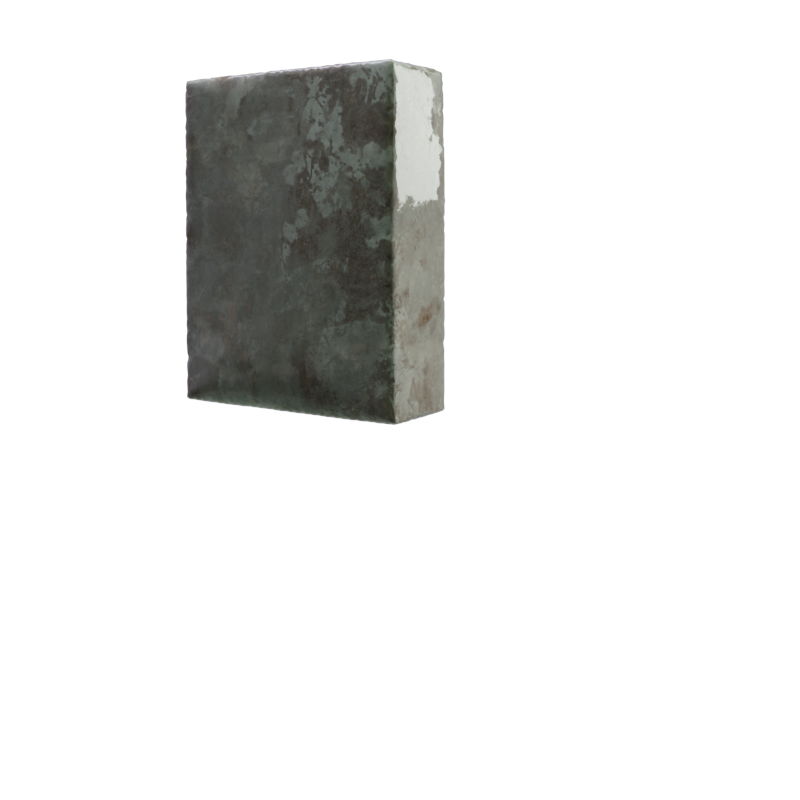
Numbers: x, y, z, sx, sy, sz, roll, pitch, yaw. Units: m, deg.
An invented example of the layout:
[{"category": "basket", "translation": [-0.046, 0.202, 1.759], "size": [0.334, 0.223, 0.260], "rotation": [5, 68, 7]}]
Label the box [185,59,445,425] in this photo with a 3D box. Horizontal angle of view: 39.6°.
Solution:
[{"category": "box", "translation": [-0.056, -0.102, 0.712], "size": [0.171, 0.213, 0.069], "rotation": [3, 3, 34]}]
